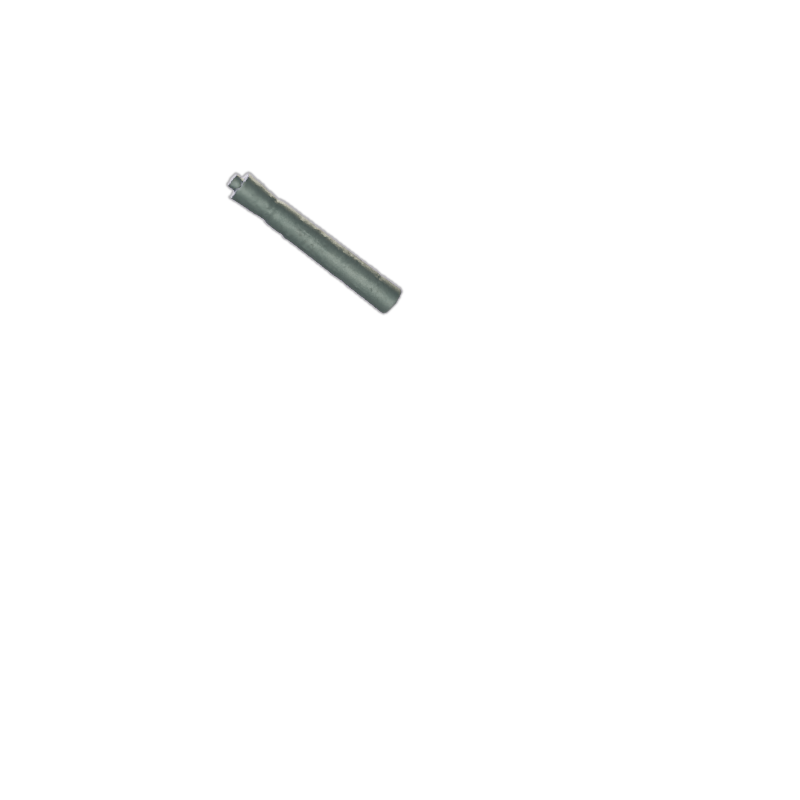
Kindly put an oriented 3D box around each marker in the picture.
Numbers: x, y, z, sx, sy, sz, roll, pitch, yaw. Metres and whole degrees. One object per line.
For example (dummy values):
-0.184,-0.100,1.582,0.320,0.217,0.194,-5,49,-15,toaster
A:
-0.051,-0.093,0.650,0.118,0.020,0.020,36,-6,-11,marker
